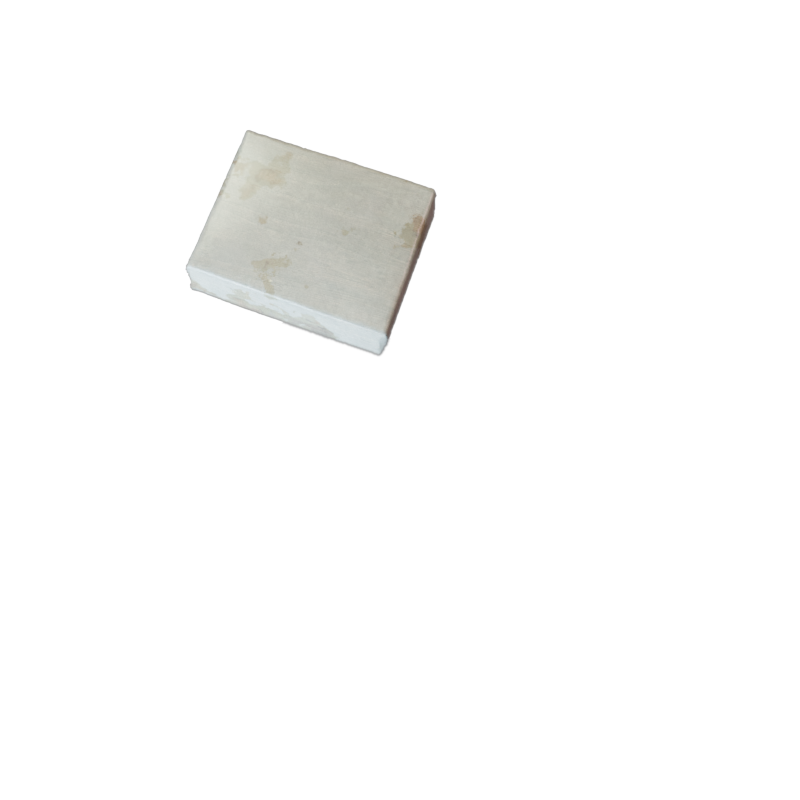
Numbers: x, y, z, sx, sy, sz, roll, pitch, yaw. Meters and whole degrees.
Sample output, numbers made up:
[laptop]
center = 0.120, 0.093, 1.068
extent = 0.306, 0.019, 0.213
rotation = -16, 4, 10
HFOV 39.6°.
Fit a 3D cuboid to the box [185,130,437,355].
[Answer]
[box]
center = -0.047, -0.086, 0.599
extent = 0.115, 0.093, 0.037
rotation = 17, -24, 8
